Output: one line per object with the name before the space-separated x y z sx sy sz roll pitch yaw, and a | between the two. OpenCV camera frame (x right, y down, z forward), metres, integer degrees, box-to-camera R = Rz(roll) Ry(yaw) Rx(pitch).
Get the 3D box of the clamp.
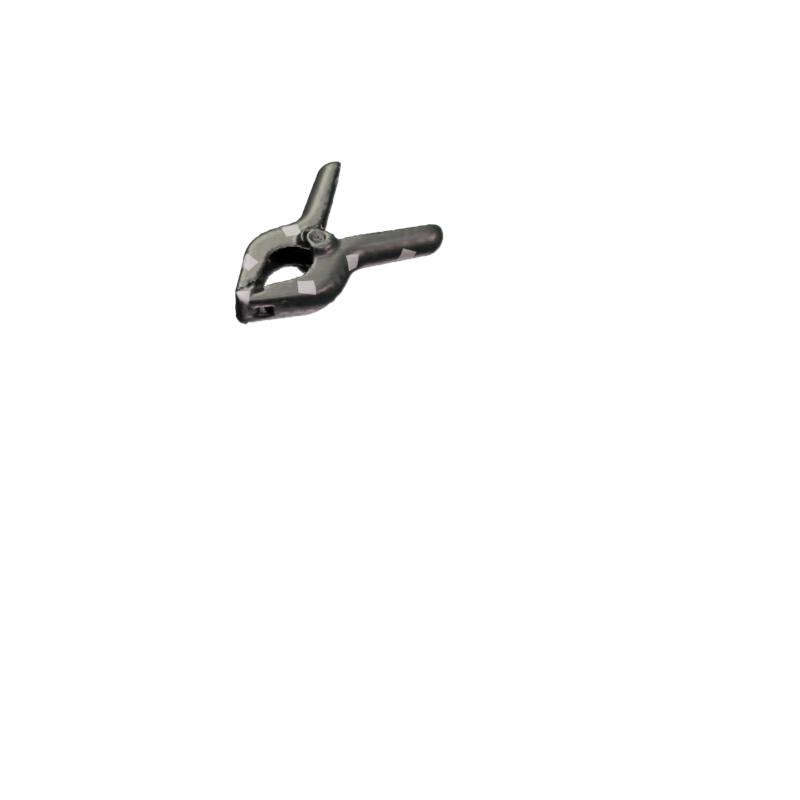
clamp | -0.066 -0.120 0.841 0.171 0.036 0.129 -30 51 -28
